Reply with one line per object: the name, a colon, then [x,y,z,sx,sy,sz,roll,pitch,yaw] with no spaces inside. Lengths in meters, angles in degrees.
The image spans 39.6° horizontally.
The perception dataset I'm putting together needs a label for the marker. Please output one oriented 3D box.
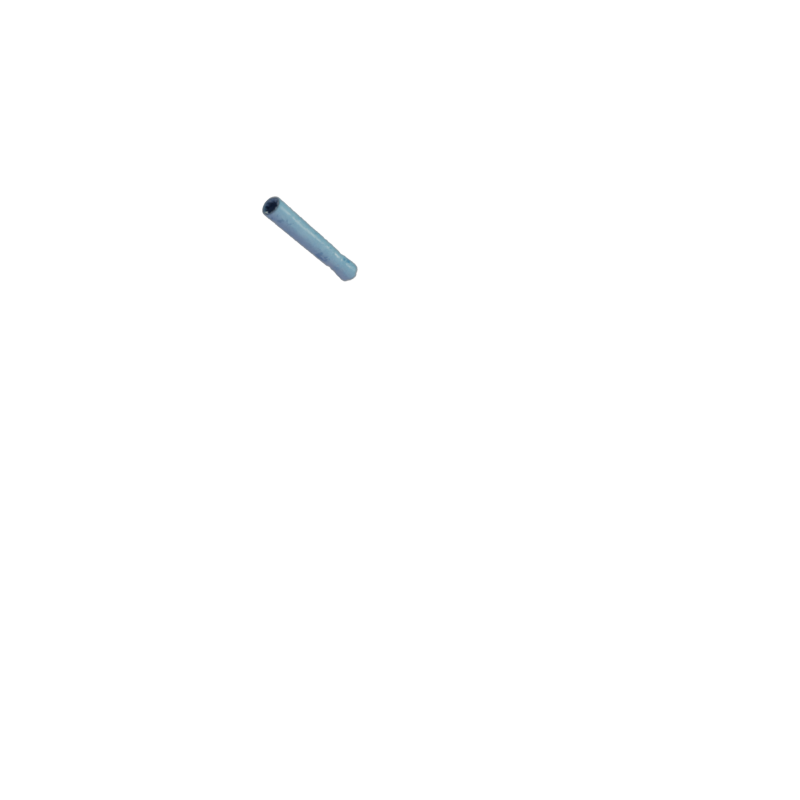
marker: [-0.074,-0.135,0.945,0.021,0.020,0.112,3,-23,40]
